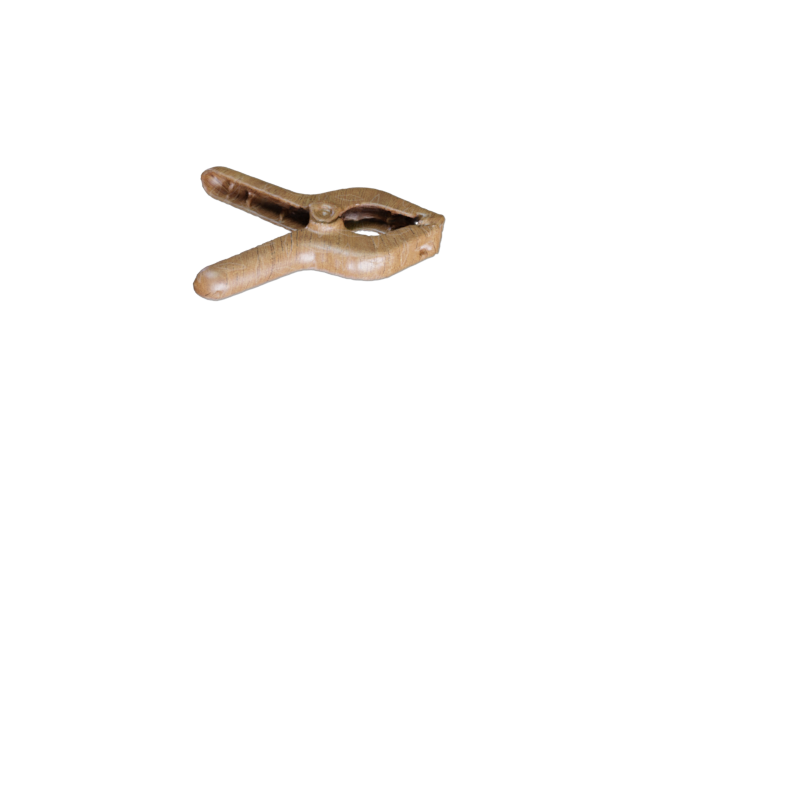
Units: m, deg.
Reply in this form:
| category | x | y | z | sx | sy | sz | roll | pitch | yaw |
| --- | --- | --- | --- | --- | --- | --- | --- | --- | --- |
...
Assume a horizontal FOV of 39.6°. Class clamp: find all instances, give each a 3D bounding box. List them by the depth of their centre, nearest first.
| category | x | y | z | sx | sy | sz | roll | pitch | yaw |
| --- | --- | --- | --- | --- | --- | --- | --- | --- | --- |
| clamp | -0.057 | -0.105 | 0.734 | 0.172 | 0.128 | 0.036 | 5 | -39 | 4 |
